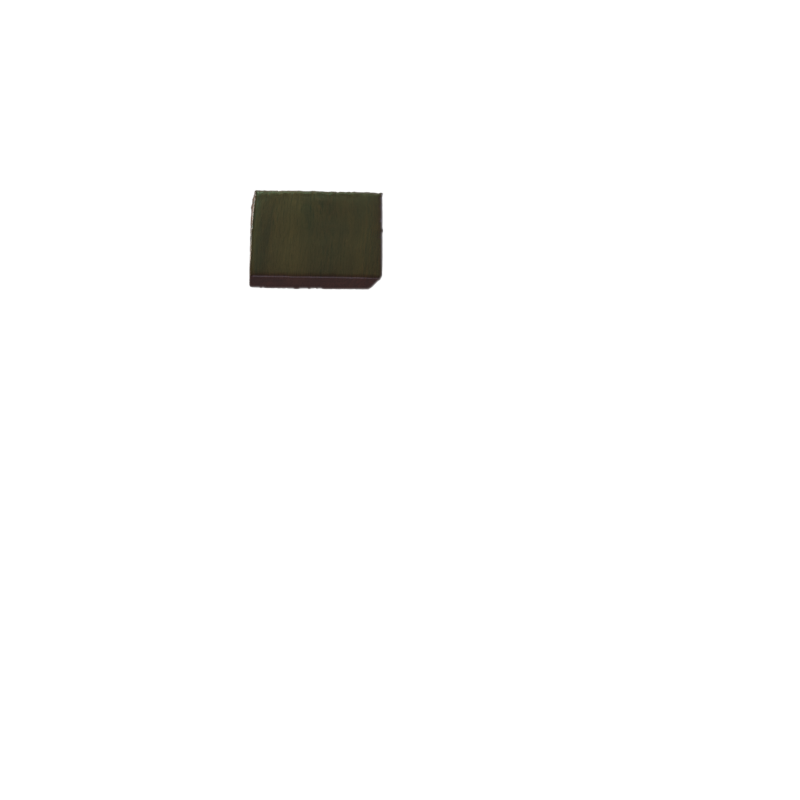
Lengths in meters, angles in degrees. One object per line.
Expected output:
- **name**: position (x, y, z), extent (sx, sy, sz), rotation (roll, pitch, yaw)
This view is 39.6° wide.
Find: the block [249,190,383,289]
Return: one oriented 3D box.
- **block**: position (-0.052, -0.095, 0.665), extent (0.077, 0.052, 0.052), rotation (0, -6, -7)
